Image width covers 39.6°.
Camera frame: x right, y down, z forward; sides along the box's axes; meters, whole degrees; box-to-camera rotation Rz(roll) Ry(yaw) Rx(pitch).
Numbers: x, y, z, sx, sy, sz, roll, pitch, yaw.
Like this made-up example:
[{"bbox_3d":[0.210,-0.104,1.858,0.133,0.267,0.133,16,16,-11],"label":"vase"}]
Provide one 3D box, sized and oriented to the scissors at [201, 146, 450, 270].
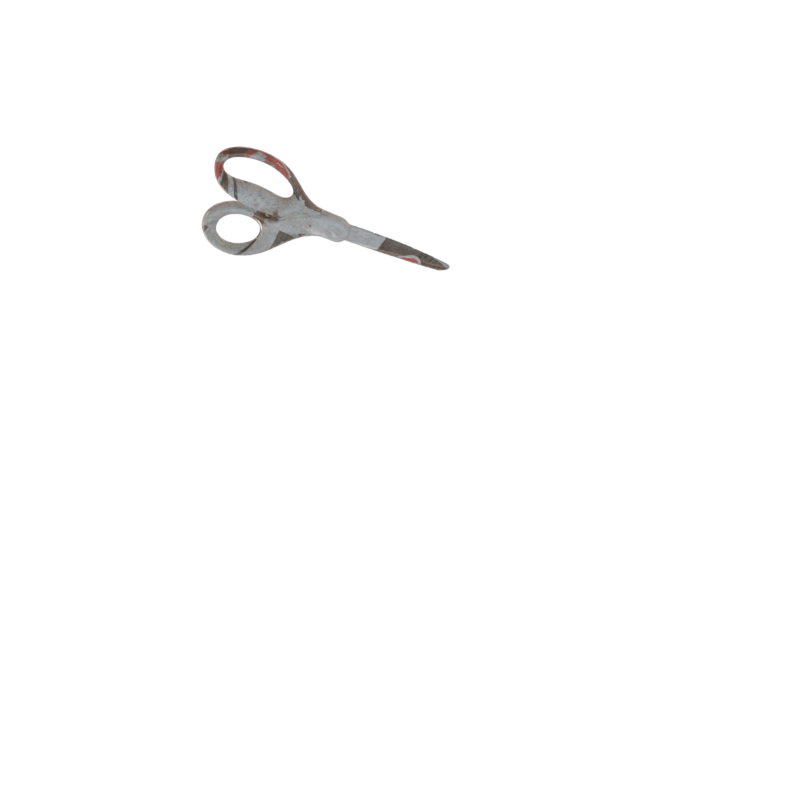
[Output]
[{"bbox_3d":[-0.068,-0.124,0.869,0.194,0.094,0.017,33,24,-17],"label":"scissors"}]
